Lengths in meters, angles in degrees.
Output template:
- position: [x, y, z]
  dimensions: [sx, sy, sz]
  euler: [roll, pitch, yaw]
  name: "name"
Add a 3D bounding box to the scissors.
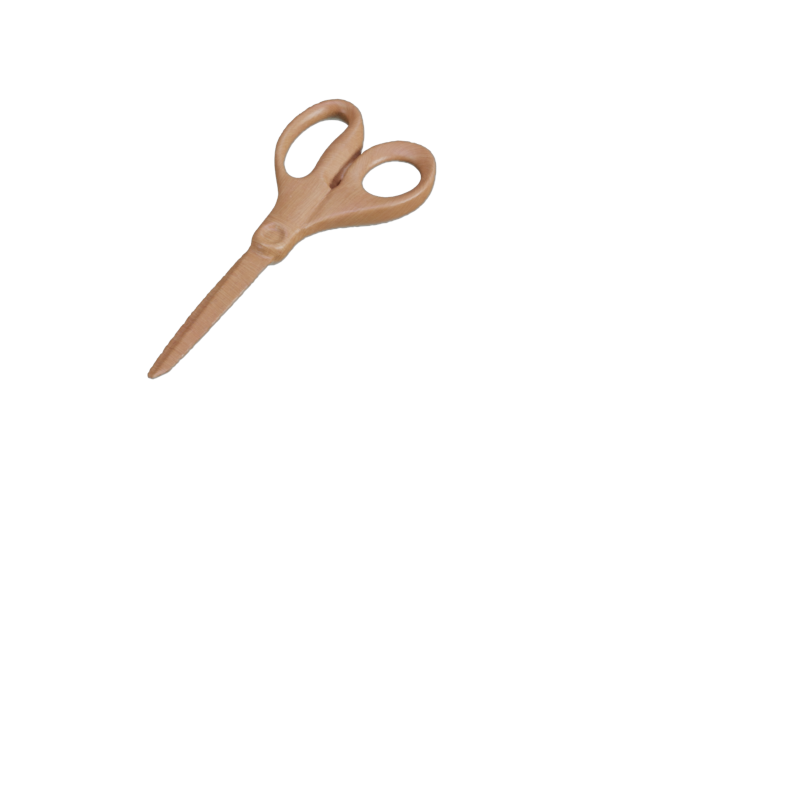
- position: [-0.043, -0.079, 0.554]
  dimensions: [0.098, 0.212, 0.015]
  euler: [11, -37, 9]
  name: "scissors"
